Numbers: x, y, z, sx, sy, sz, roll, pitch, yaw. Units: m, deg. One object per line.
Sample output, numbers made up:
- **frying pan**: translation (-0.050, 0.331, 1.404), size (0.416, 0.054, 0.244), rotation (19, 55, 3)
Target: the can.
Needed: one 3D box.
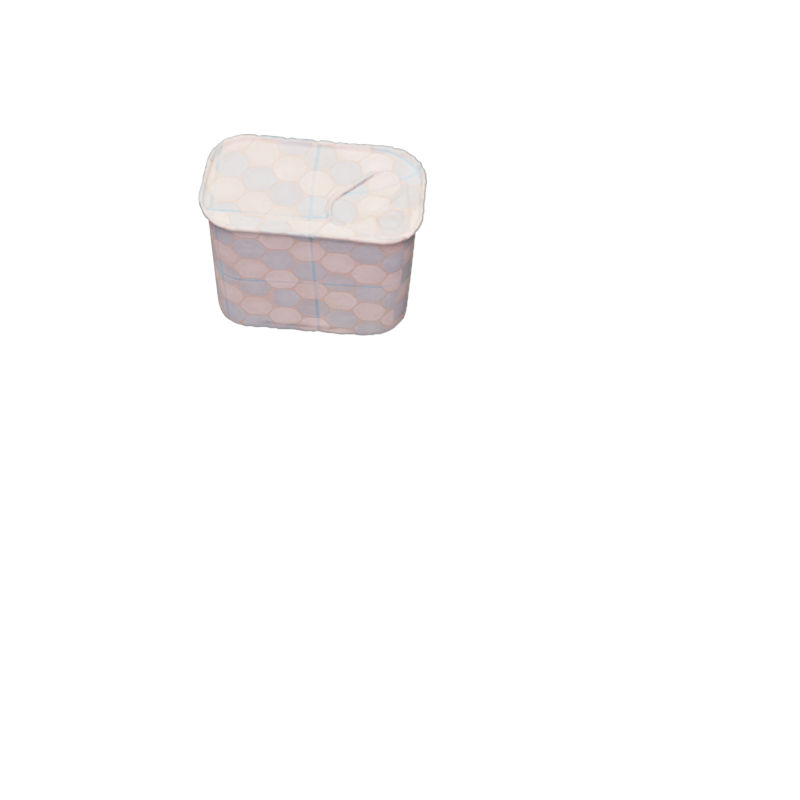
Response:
- **can**: translation (-0.042, -0.076, 0.534), size (0.102, 0.061, 0.078), rotation (6, -34, 2)
